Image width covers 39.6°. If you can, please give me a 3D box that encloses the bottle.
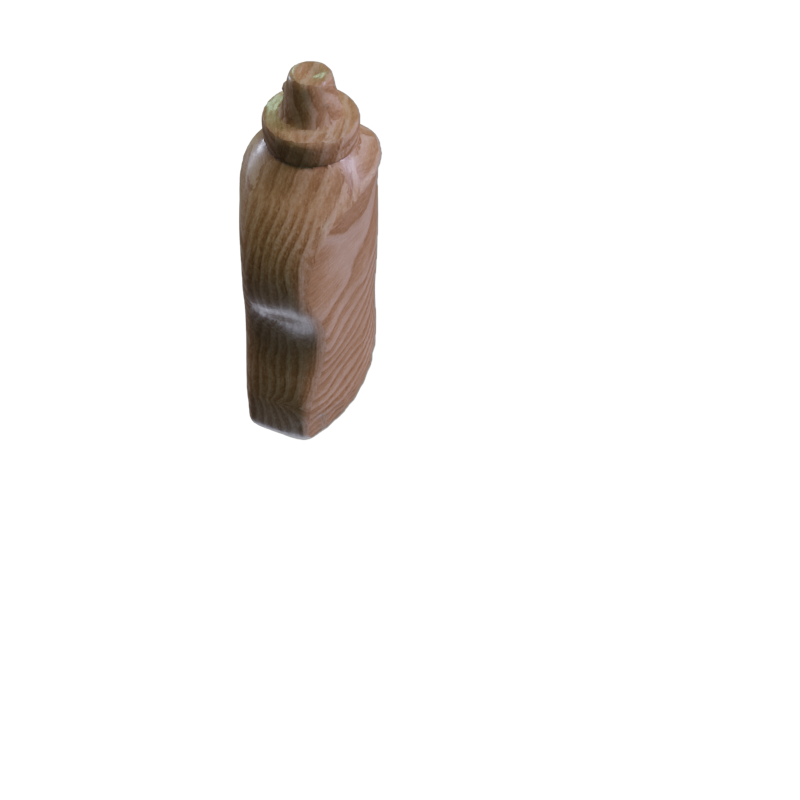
[{"bbox_3d":[-0.040,-0.073,0.510,0.060,0.100,0.179,19,-39,11],"label":"bottle"}]
